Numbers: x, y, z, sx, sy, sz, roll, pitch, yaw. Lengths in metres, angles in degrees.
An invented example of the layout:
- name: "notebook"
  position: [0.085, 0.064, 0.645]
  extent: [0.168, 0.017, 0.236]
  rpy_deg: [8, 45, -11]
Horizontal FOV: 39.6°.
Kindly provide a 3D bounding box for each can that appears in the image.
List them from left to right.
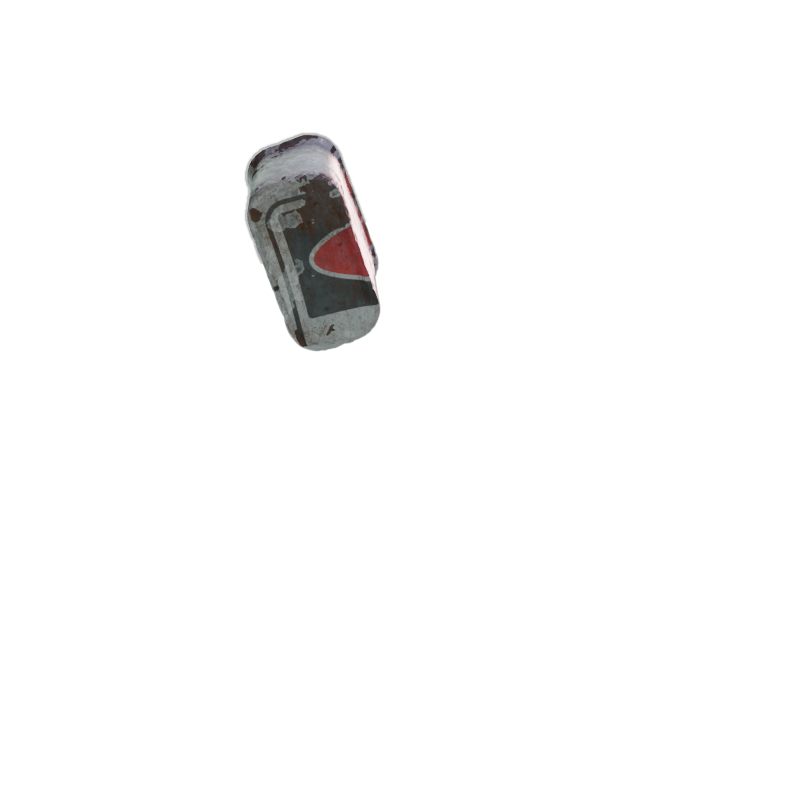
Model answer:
- name: "can"
  position: [-0.048, -0.088, 0.617]
  extent: [0.058, 0.097, 0.088]
  rpy_deg: [-19, 21, 5]
